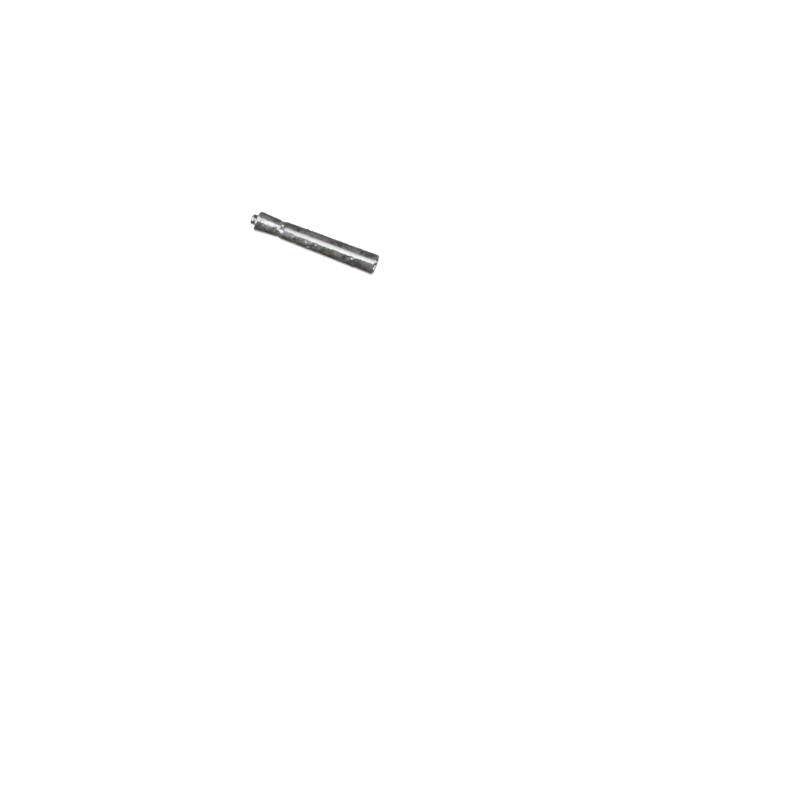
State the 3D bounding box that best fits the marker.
[{"bbox_3d":[-0.078,-0.143,0.999,0.124,0.020,0.019,22,7,10],"label":"marker"}]
